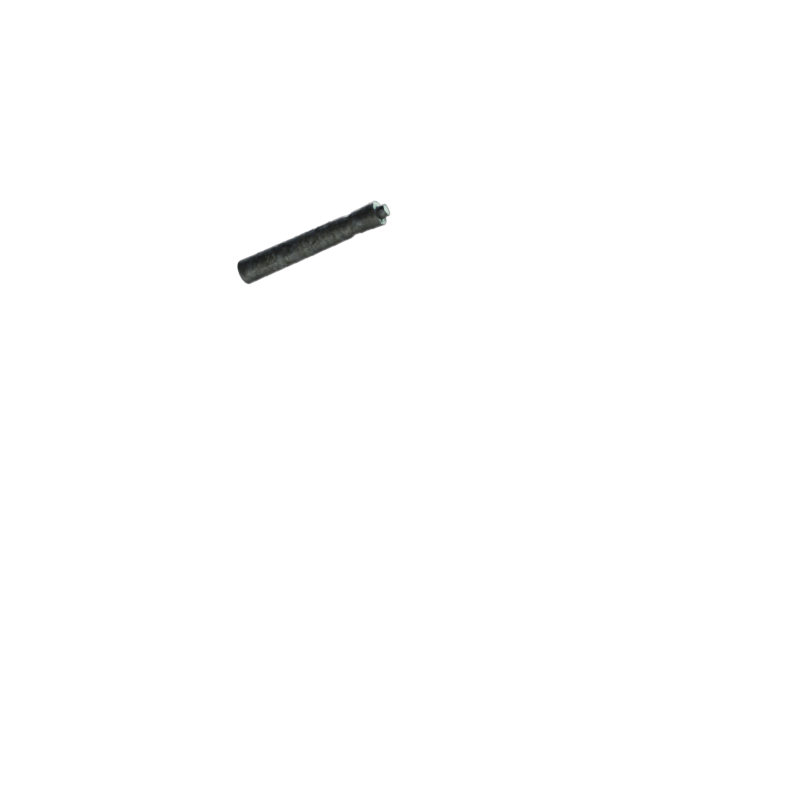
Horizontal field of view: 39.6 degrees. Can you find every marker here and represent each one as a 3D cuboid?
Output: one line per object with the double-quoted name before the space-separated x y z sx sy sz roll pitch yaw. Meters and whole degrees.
"marker" -0.062 -0.113 0.790 0.122 0.020 0.019 -20 -4 23
